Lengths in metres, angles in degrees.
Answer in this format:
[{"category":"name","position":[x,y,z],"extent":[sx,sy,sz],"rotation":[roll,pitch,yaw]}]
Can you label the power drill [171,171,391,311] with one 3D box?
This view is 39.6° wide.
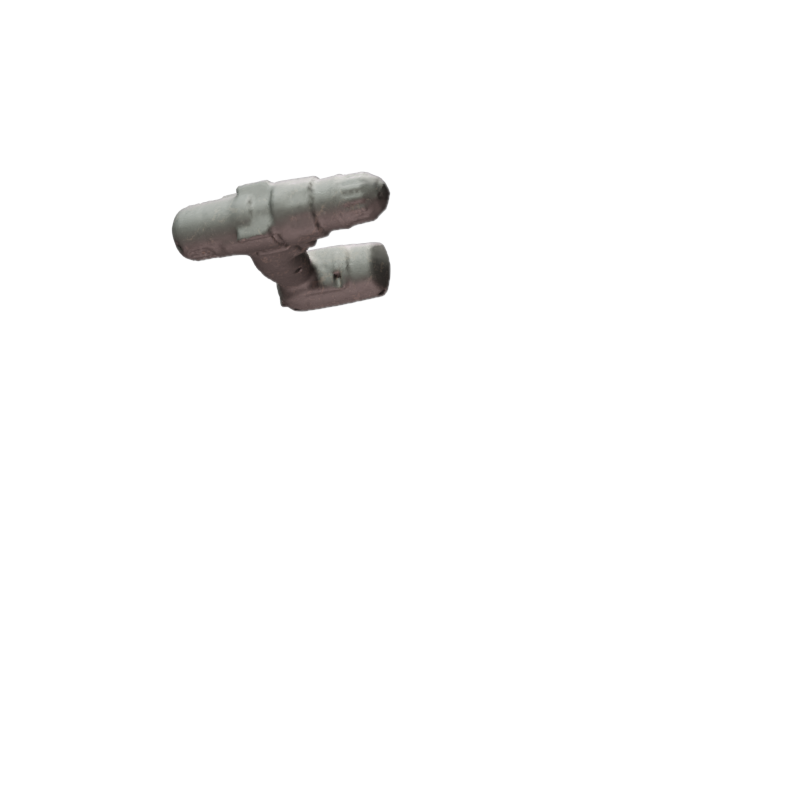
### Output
[{"category":"power drill","position":[-0.074,-0.134,0.940],"extent":[0.188,0.060,0.176],"rotation":[-6,-17,21]}]
